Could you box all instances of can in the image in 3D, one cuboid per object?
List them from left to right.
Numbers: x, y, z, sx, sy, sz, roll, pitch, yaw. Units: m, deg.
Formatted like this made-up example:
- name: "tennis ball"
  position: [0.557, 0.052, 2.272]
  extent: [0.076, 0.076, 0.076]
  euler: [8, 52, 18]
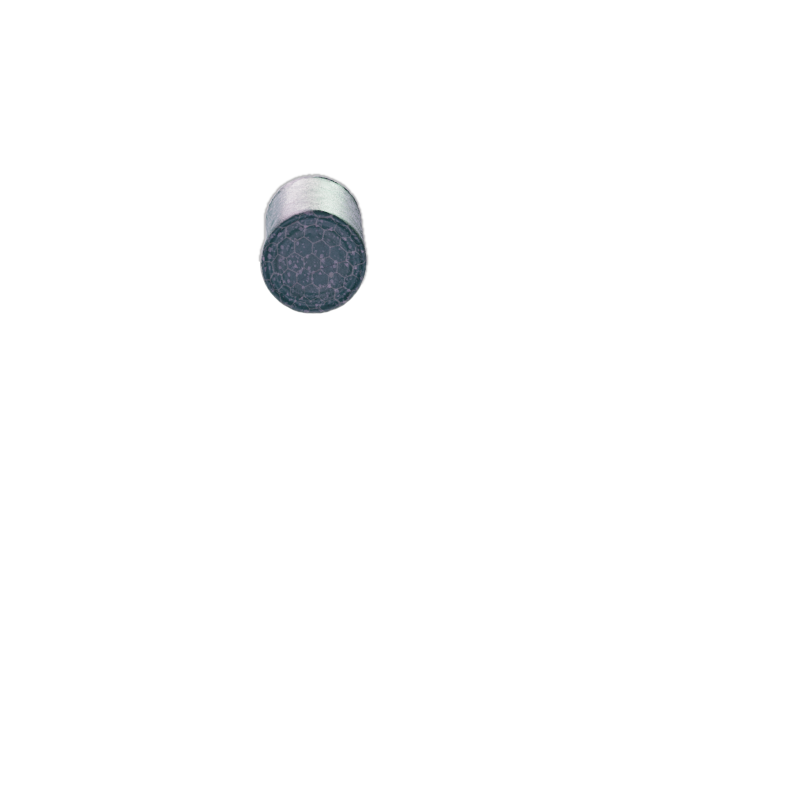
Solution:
- name: "can"
  position: [-0.057, -0.104, 0.728]
  extent: [0.068, 0.066, 0.107]
  euler: [0, 21, -3]
